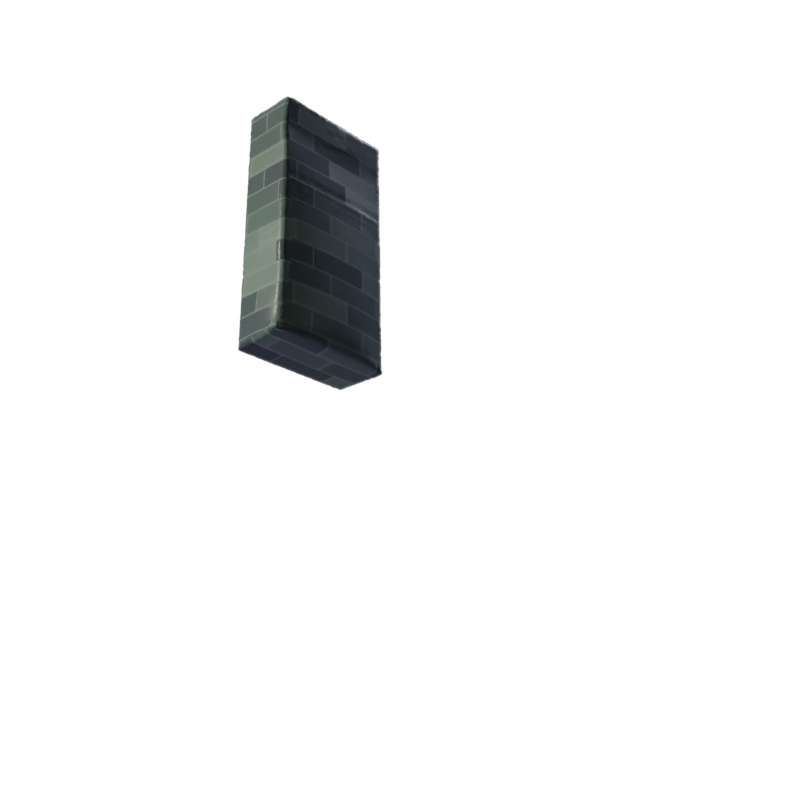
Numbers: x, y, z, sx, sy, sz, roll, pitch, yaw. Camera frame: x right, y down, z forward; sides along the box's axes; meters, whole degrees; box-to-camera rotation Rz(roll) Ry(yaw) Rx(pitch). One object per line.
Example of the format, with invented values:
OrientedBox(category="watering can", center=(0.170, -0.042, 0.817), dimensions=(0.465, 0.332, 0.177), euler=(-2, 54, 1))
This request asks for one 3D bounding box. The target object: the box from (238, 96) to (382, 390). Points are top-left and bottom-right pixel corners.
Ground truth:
OrientedBox(category="box", center=(-0.058, -0.105, 0.738), dimensions=(0.048, 0.188, 0.087), euler=(-28, -38, 37))
